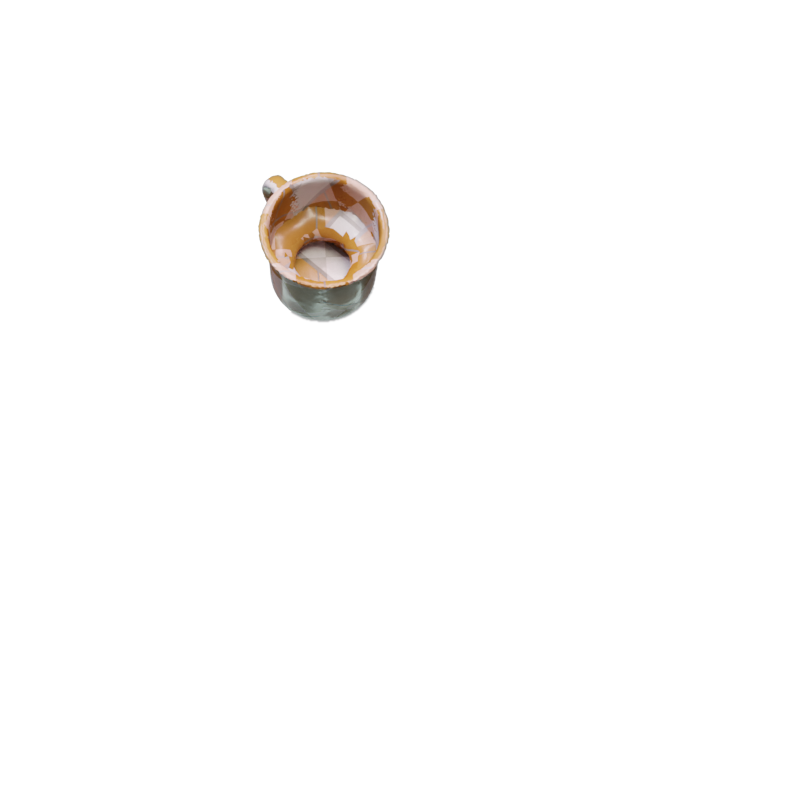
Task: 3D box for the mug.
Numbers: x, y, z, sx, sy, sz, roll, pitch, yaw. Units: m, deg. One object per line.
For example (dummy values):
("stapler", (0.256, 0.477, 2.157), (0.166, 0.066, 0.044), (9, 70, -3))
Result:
("mug", (-0.065, -0.118, 0.827), (0.094, 0.123, 0.077), (-38, -18, -16))
